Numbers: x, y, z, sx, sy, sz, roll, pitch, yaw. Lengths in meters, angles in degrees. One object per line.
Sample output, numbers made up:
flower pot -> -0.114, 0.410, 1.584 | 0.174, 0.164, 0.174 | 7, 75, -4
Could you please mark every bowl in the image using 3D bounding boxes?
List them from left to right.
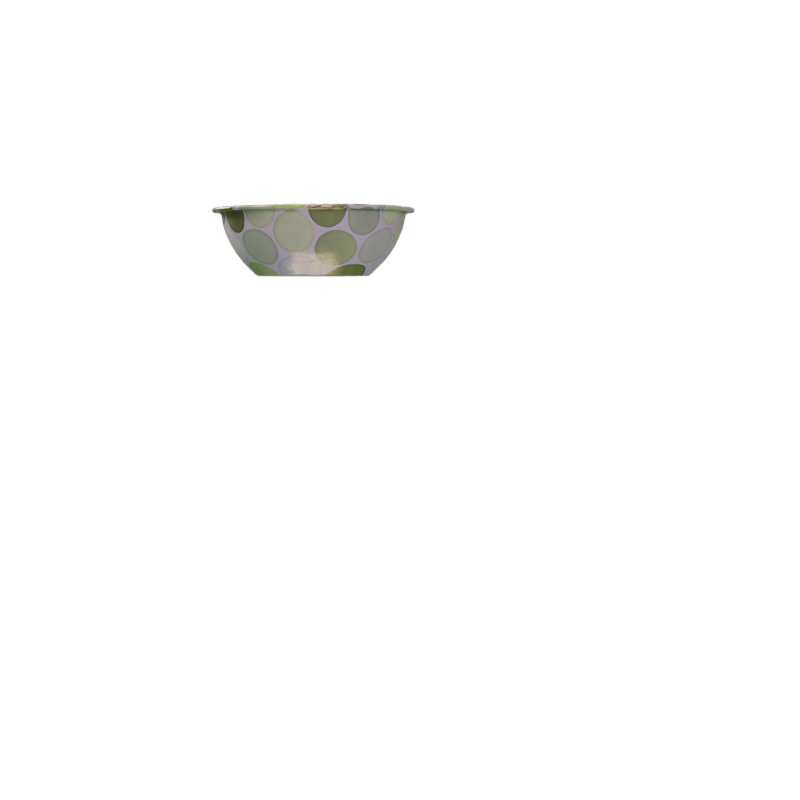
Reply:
bowl -> -0.069, -0.126, 0.885 | 0.162, 0.055, 0.163 | 0, 6, -2
